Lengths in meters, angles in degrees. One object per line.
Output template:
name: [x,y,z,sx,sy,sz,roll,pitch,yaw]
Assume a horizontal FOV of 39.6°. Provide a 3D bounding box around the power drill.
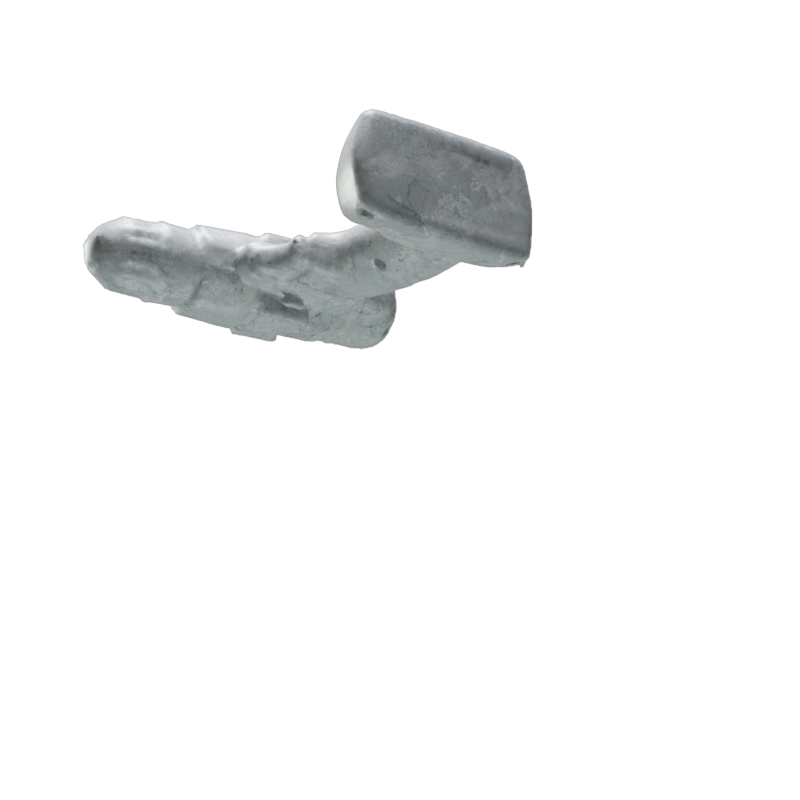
power drill: [-0.043,-0.079,0.553,0.176,0.060,0.189,9,-17,-34]
